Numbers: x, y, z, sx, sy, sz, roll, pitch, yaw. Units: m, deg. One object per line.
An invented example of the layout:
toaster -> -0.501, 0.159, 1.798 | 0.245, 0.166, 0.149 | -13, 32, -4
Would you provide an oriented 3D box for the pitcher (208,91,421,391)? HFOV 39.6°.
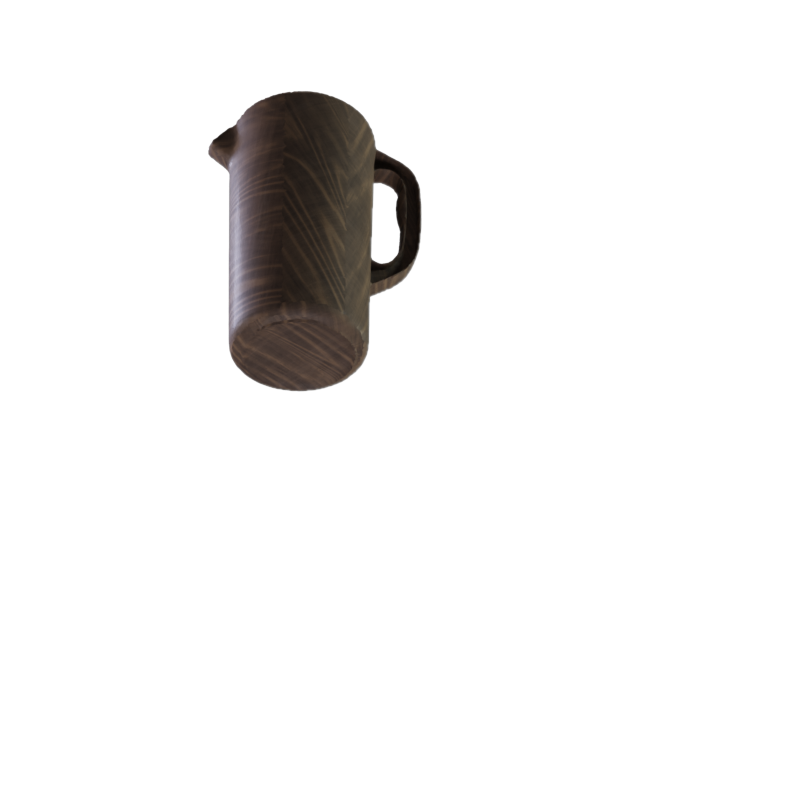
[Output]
pitcher -> -0.072, -0.132, 0.926 | 0.150, 0.261, 0.134 | -22, -42, 22
